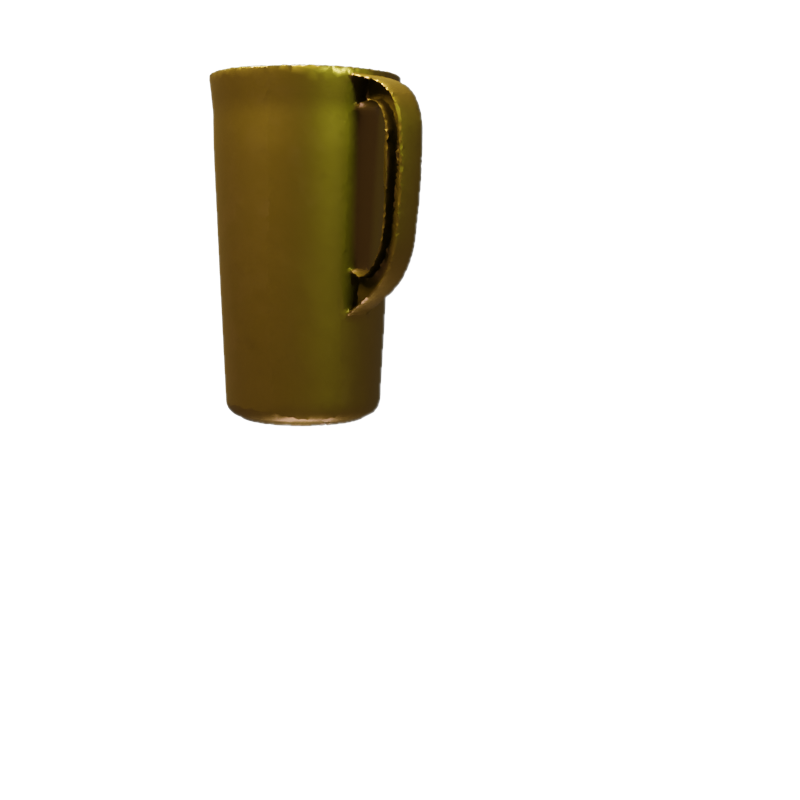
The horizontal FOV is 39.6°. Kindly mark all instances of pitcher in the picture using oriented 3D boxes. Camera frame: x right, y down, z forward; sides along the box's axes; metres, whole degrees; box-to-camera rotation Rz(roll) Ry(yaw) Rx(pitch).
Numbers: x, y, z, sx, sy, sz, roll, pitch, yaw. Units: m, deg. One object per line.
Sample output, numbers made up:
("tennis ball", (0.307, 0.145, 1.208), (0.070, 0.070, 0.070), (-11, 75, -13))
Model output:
("pitcher", (-0.060, -0.109, 0.765), (0.145, 0.242, 0.150), (0, 3, 1))
